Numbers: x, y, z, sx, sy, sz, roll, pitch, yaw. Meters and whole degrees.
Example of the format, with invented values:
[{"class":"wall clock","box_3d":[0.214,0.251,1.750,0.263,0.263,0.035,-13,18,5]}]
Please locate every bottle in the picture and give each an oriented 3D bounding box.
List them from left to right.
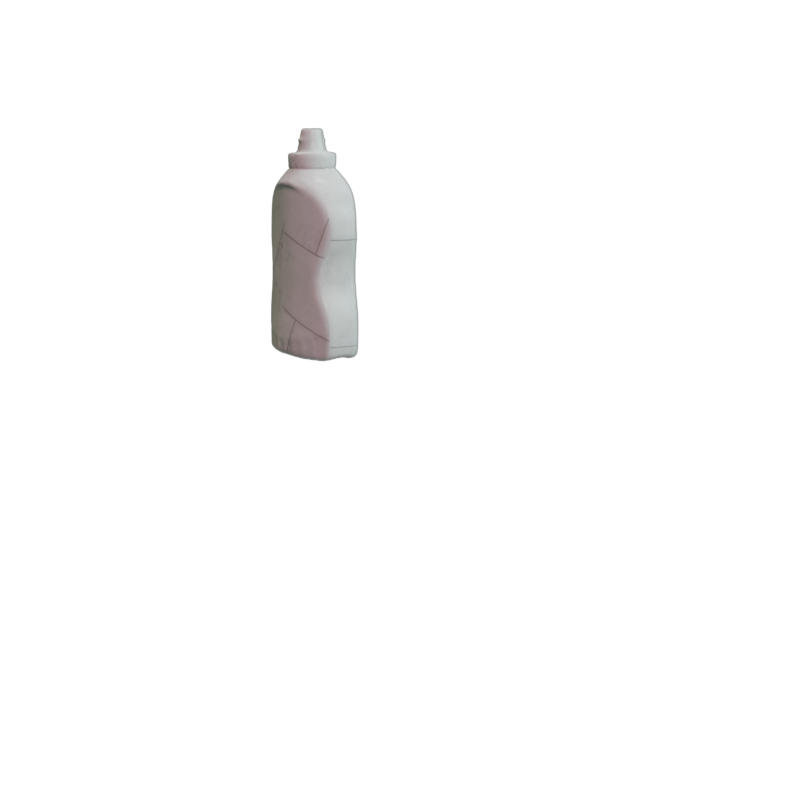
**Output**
[{"class":"bottle","box_3d":[-0.074,-0.134,0.941,0.056,0.189,0.100,-3,8,-33]}]
